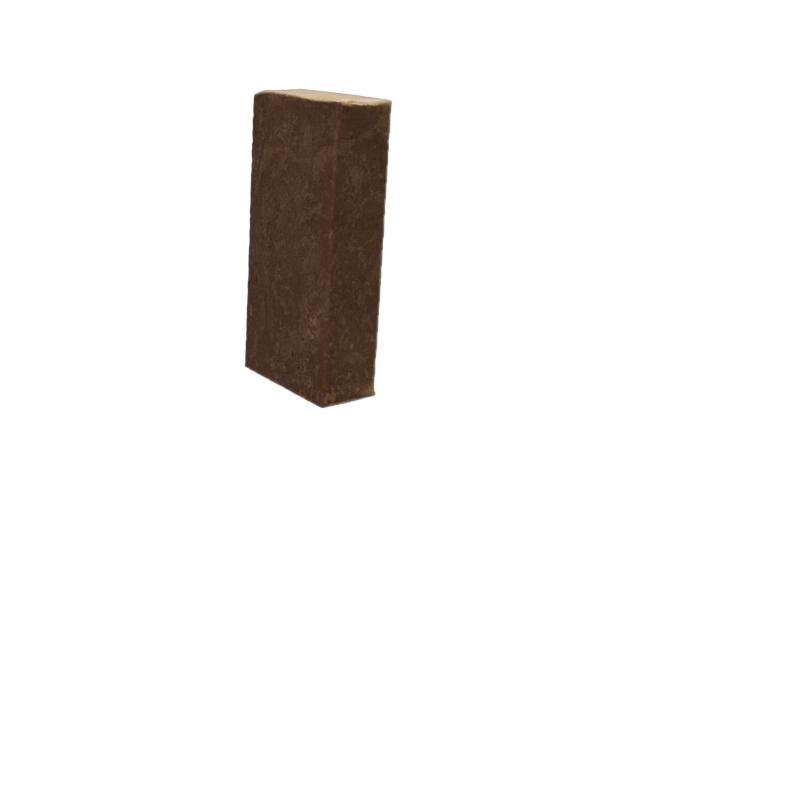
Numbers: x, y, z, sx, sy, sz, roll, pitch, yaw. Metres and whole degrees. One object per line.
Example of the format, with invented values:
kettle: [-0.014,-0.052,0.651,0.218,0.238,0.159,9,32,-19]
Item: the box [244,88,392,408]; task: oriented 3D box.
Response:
box: [-0.052,-0.094,0.660,0.047,0.171,0.099,-8,16,-35]
